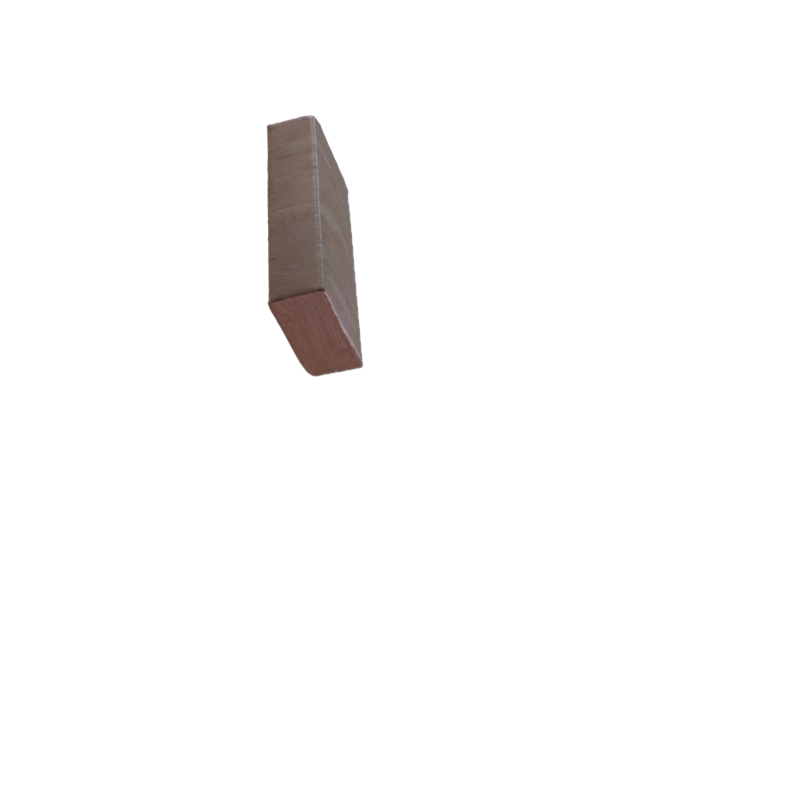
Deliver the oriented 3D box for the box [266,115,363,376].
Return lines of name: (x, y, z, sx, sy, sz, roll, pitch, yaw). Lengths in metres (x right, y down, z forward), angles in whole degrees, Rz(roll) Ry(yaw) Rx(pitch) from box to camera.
box: (-0.063, -0.115, 0.802, 0.048, 0.189, 0.086, -12, -39, 11)
